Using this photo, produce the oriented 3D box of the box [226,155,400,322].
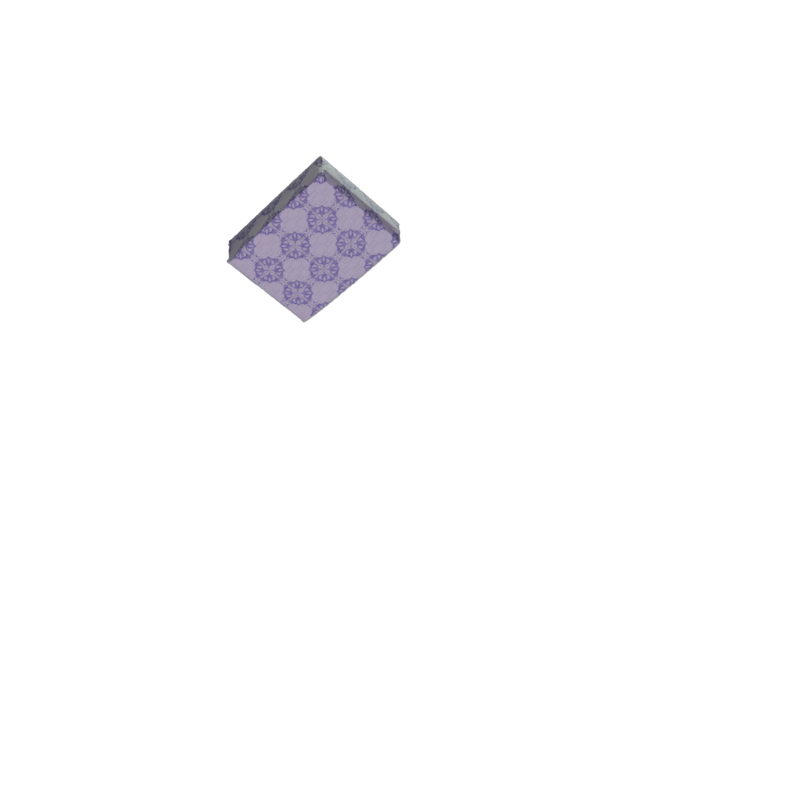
[{"bbox_3d":[-0.069,-0.127,0.889,0.085,0.112,0.041,41,23,-22],"label":"box"}]
